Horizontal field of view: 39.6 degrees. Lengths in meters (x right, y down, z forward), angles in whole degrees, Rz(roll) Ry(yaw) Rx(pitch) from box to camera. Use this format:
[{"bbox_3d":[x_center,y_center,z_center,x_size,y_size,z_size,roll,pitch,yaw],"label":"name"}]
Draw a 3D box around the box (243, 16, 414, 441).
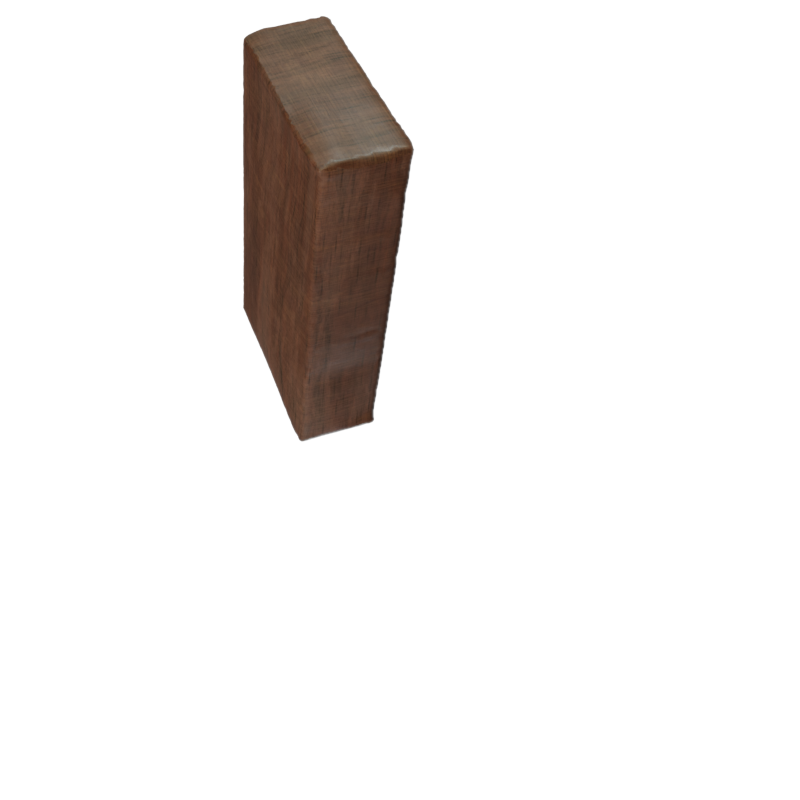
[{"bbox_3d":[-0.039,-0.071,0.495,0.047,0.101,0.164,-16,-37,-16],"label":"box"}]
